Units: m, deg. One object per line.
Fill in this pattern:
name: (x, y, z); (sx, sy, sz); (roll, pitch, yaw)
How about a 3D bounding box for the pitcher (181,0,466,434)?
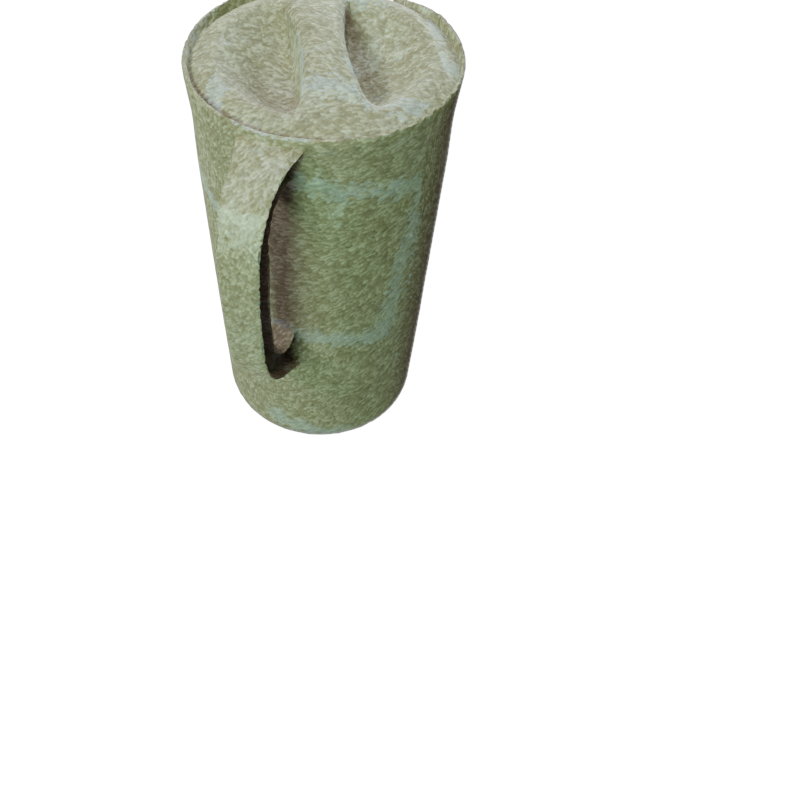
pitcher: (-0.046, -0.085, 0.593); (0.148, 0.157, 0.226); (-19, -38, -19)
